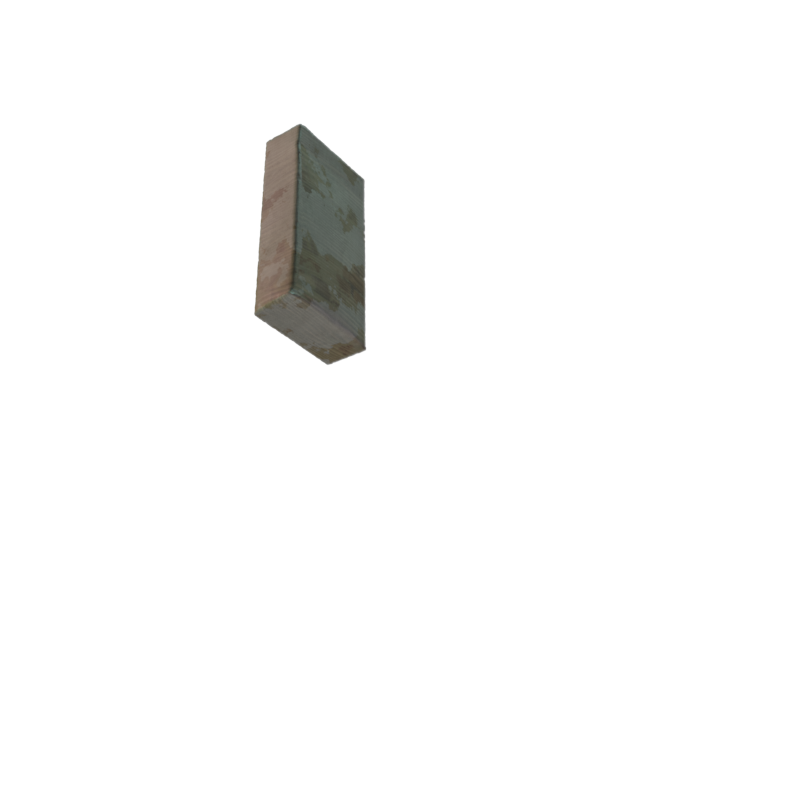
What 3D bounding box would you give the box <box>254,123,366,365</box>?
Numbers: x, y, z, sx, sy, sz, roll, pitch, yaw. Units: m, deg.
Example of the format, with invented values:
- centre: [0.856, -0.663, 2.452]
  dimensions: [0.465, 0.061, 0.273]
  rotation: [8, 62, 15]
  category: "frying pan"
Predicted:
- centre: [-0.070, -0.127, 0.894]
  dimensions: [0.048, 0.189, 0.087]
  rotation: [-26, -42, 28]
  category: "box"
